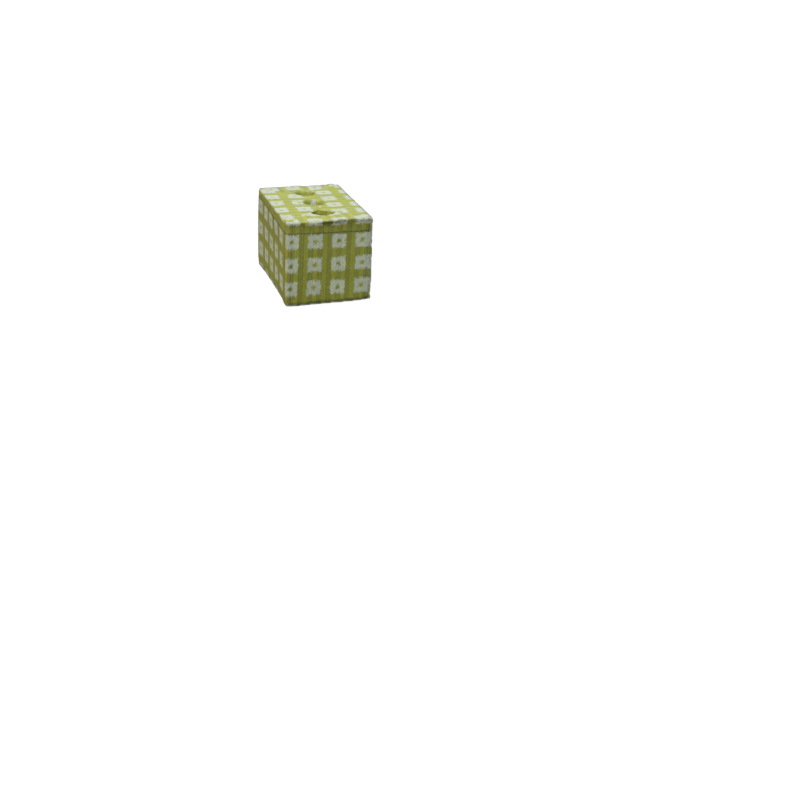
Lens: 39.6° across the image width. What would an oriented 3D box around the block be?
[{"bbox_3d":[-0.052,-0.094,0.661,0.052,0.049,0.083,-6,24,-16],"label":"block"}]
